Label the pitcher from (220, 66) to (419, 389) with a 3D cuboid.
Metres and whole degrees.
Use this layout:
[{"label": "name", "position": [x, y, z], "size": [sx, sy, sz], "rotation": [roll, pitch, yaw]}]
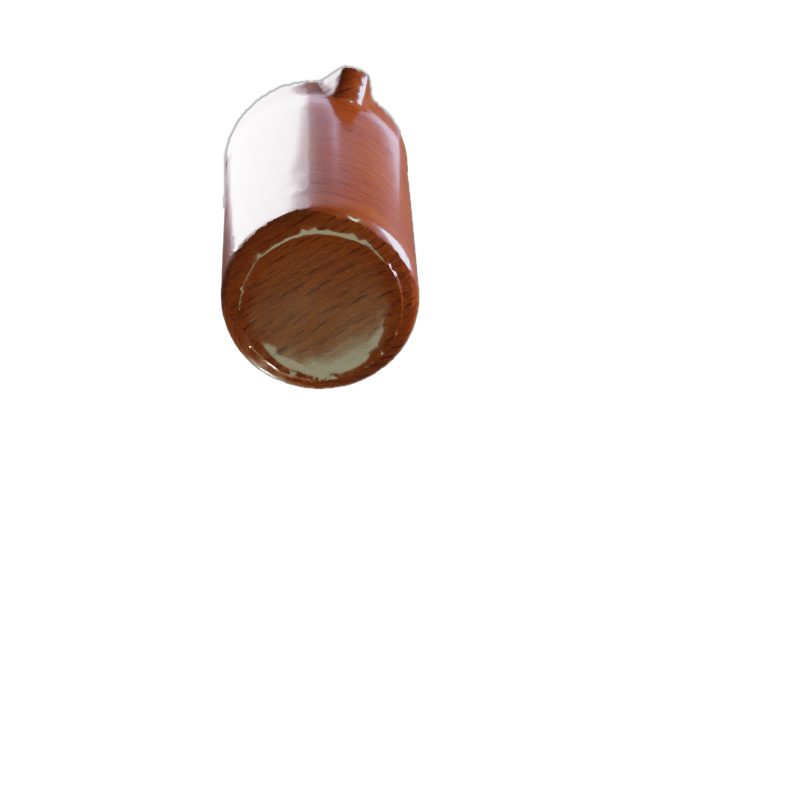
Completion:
[{"label": "pitcher", "position": [-0.055, -0.101, 0.705], "size": [0.145, 0.141, 0.257], "rotation": [-22, 27, 8]}]
